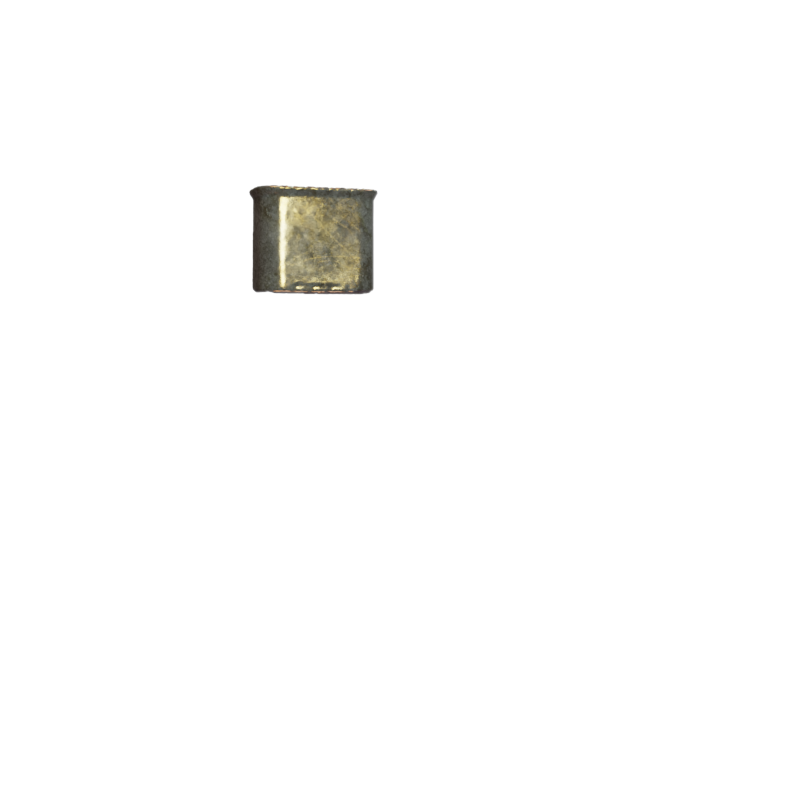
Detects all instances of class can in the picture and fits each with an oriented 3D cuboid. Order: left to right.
[{"bbox_3d":[-0.070,-0.129,0.900,0.100,0.084,0.058,0,-2,-17],"label":"can"}]
